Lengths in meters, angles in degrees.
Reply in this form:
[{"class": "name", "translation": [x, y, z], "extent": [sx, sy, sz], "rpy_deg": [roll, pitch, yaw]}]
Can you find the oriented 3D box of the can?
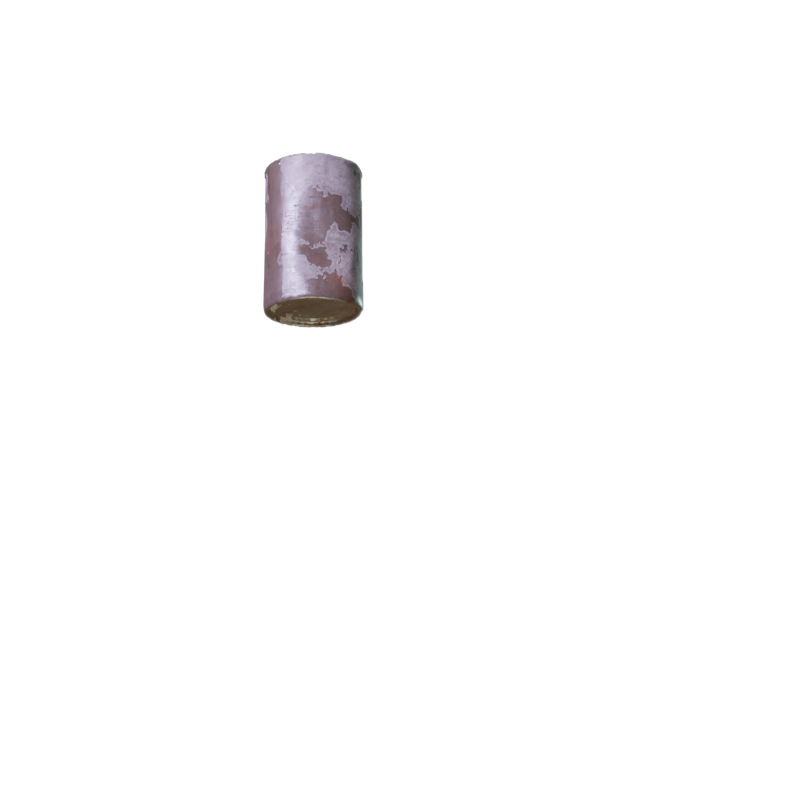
[{"class": "can", "translation": [-0.059, -0.107, 0.752], "extent": [0.068, 0.107, 0.066], "rpy_deg": [0, -19, -2]}]
